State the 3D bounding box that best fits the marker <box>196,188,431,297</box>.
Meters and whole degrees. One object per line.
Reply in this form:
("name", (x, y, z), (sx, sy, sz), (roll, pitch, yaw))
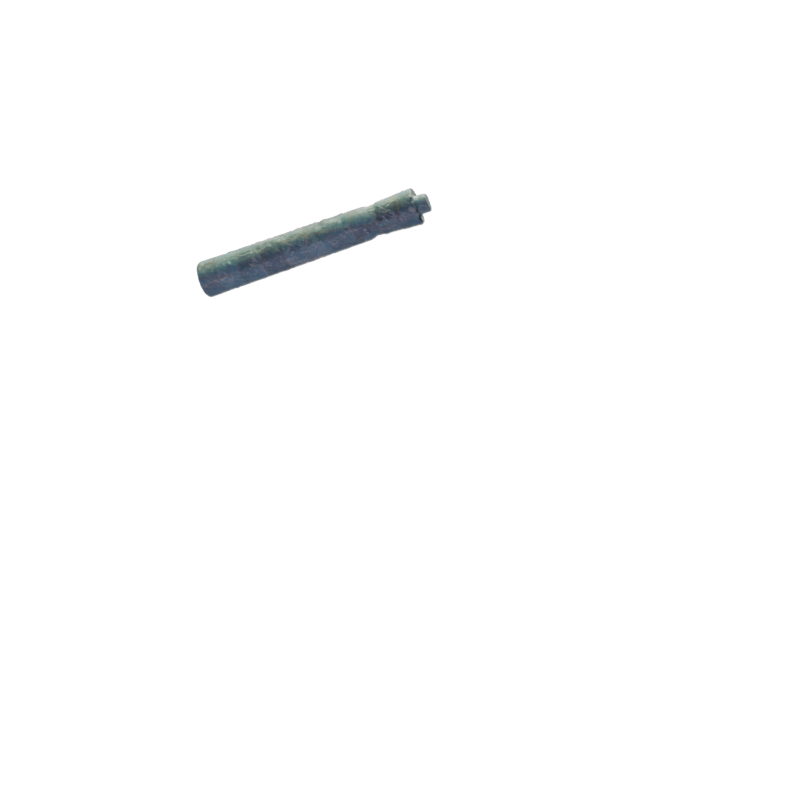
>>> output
("marker", (-0.043, -0.078, 0.547), (0.122, 0.020, 0.019), (-17, 0, 14))
